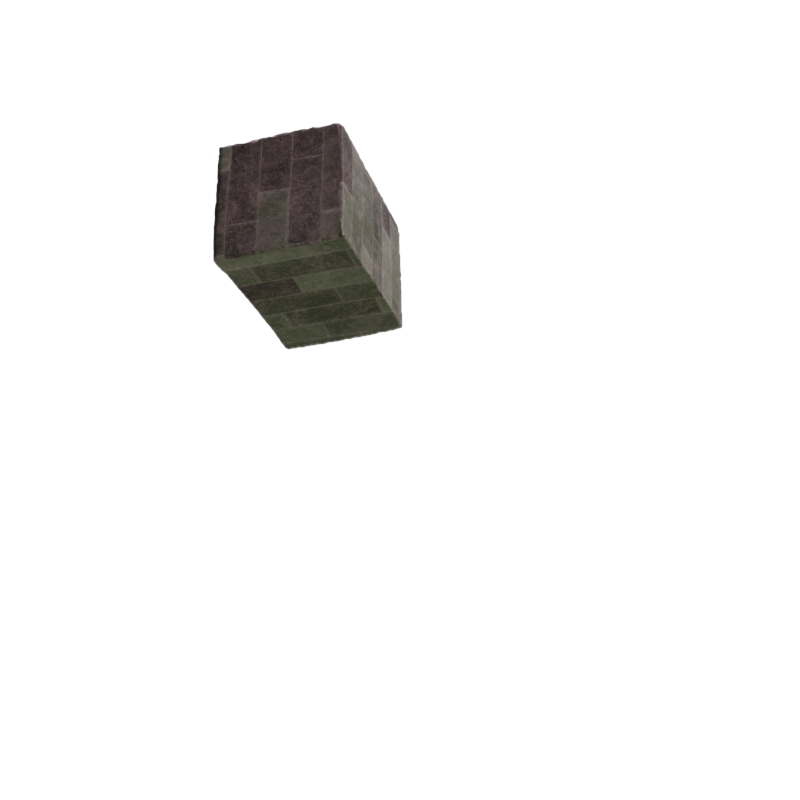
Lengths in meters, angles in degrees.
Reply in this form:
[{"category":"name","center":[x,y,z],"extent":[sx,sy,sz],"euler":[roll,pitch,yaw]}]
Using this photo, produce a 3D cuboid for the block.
[{"category":"block","center":[-0.034,-0.063,0.438],"extent":[0.053,0.054,0.072],"euler":[-9,-29,14]}]
